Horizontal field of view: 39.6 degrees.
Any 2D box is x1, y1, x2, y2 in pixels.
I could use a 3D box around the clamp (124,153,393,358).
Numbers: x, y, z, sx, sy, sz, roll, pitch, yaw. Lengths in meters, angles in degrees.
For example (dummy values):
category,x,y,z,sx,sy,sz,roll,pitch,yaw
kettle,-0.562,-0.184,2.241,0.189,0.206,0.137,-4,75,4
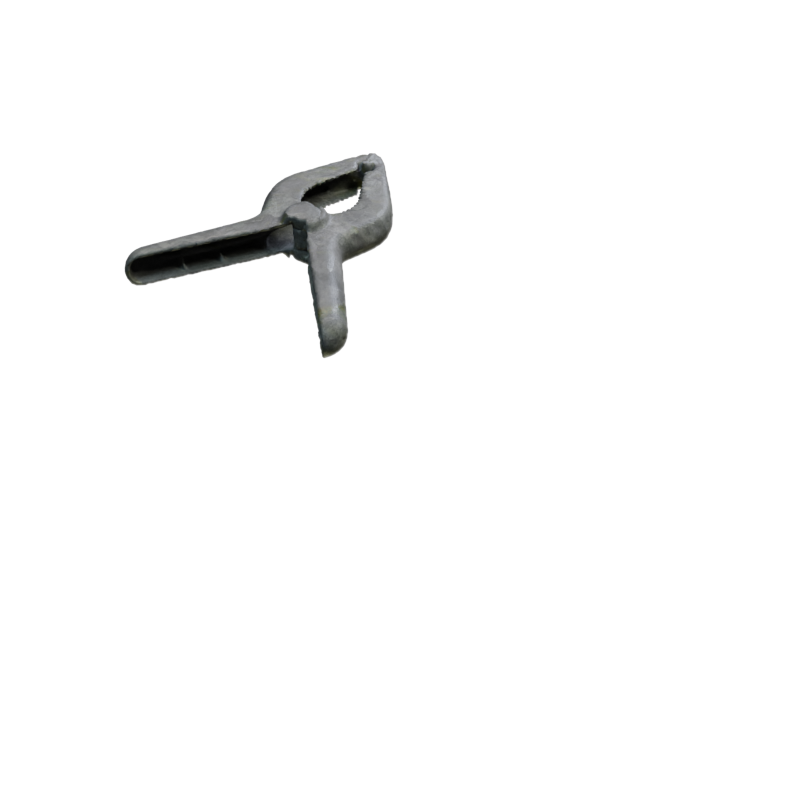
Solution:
category,x,y,z,sx,sy,sz,roll,pitch,yaw
clamp,-0.059,-0.108,0.759,0.174,0.034,0.213,25,46,27
